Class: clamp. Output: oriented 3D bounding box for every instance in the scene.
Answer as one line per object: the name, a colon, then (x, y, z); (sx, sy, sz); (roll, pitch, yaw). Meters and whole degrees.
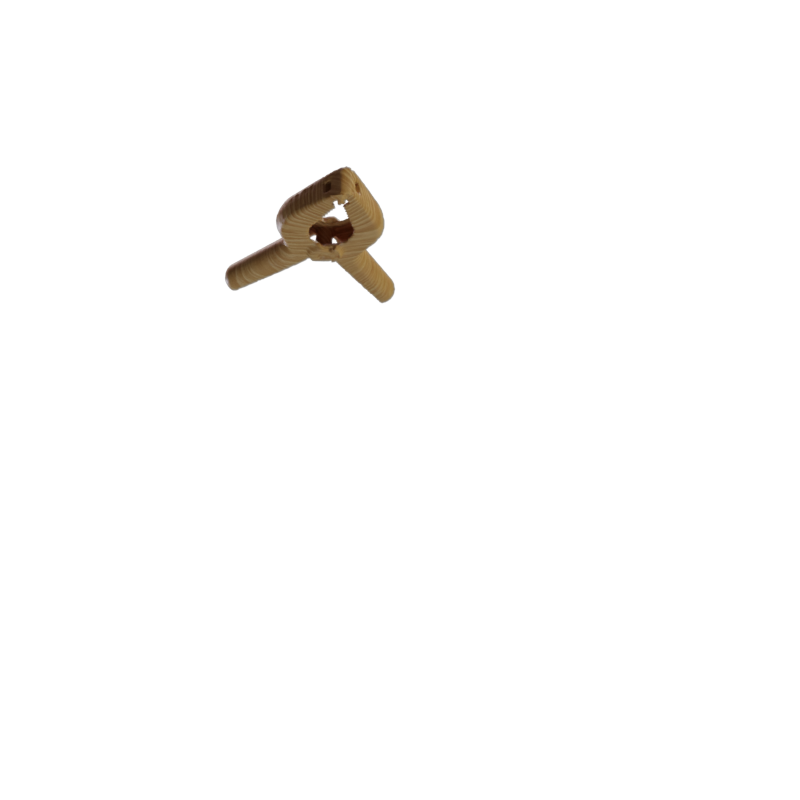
clamp: (-0.078, -0.143, 1.000); (0.164, 0.038, 0.199); (2, -23, -4)
